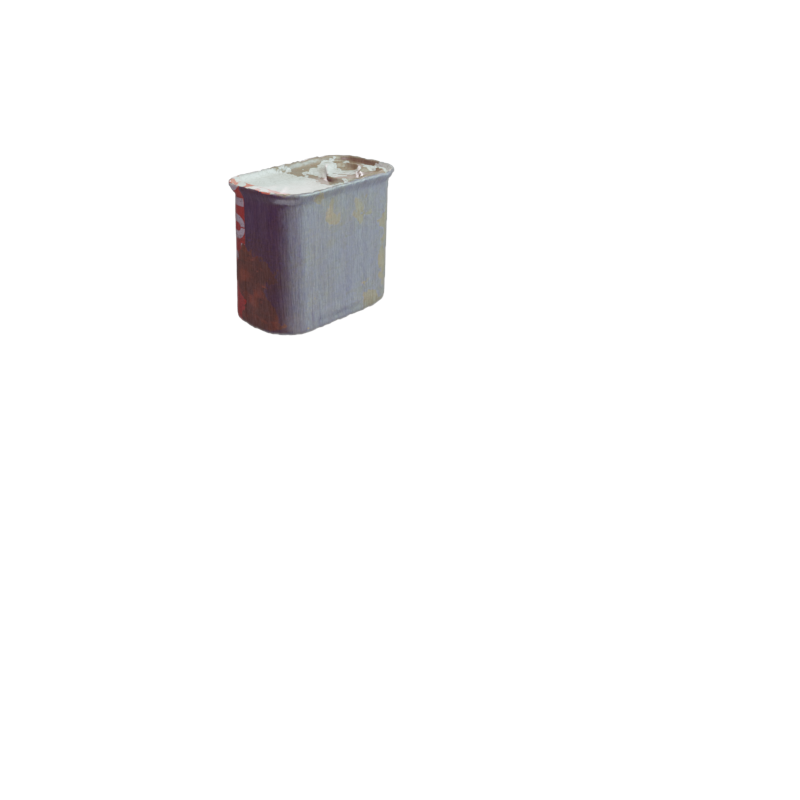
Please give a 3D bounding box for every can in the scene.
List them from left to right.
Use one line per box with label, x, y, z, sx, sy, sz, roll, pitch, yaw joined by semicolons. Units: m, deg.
can;-0.051;-0.093;0.652;0.061;0.080;0.101;17;27;36
